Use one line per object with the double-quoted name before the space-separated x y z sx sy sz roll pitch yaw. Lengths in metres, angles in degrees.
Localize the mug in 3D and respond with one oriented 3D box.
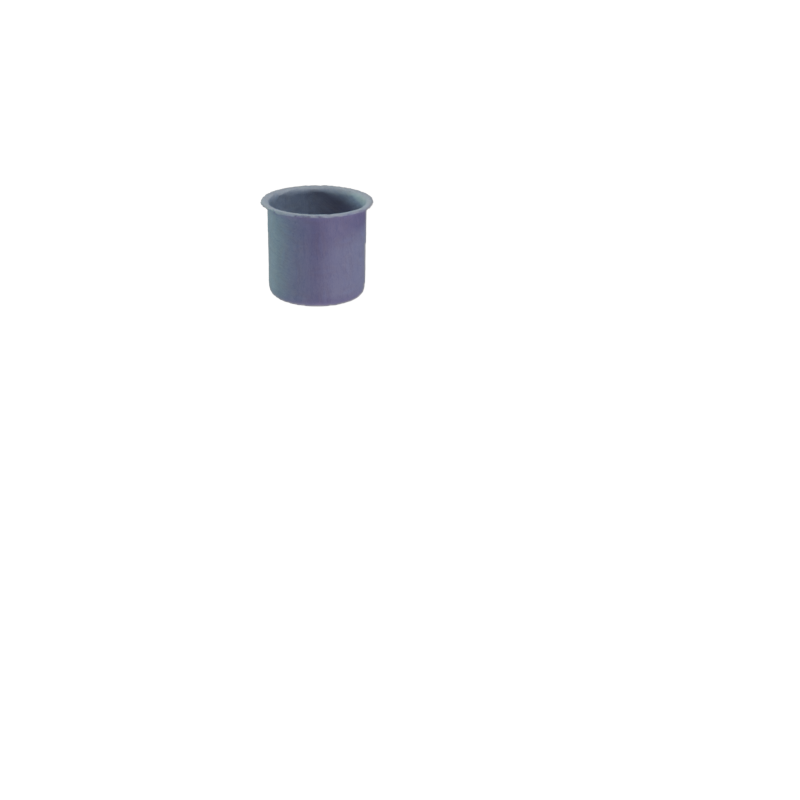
"mug" -0.073 -0.134 0.938 0.092 0.078 0.125 -6 24 -16
